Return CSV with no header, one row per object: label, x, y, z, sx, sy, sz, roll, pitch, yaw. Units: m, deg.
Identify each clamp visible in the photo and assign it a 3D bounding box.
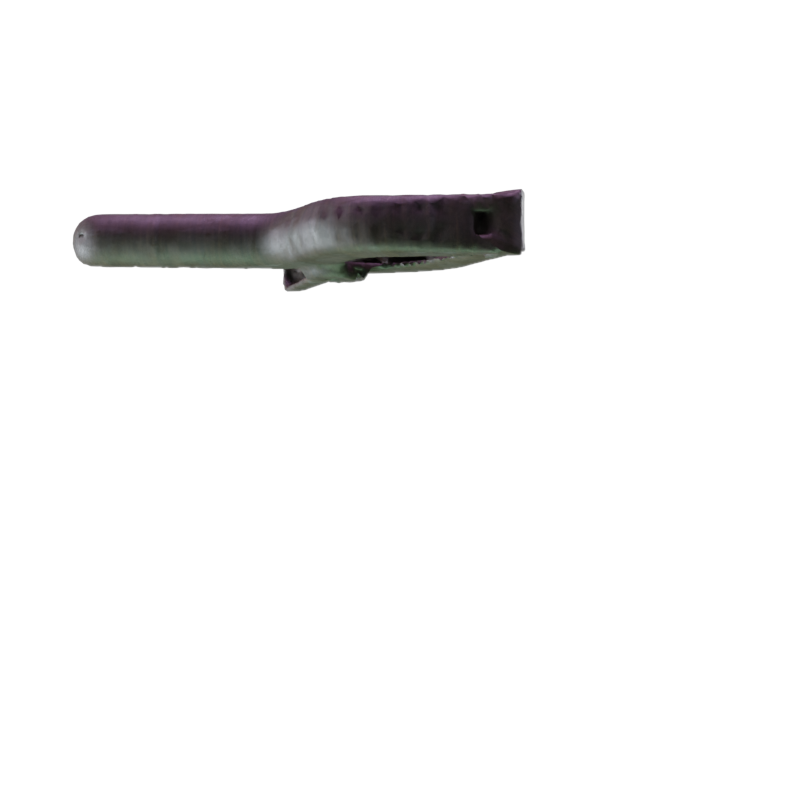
clamp,-0.041,-0.075,0.526,0.217,0.037,0.157,0,0,45
